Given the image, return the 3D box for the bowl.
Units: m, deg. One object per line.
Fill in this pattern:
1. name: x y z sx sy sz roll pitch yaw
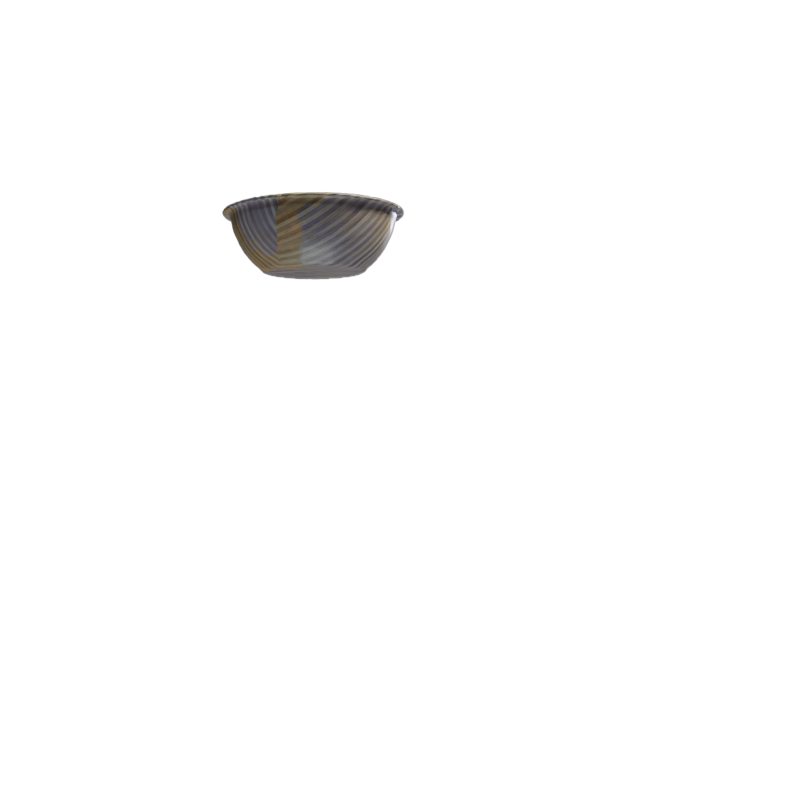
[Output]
1. bowl: -0.077 -0.140 0.981 0.162 0.056 0.160 0 -3 -2
